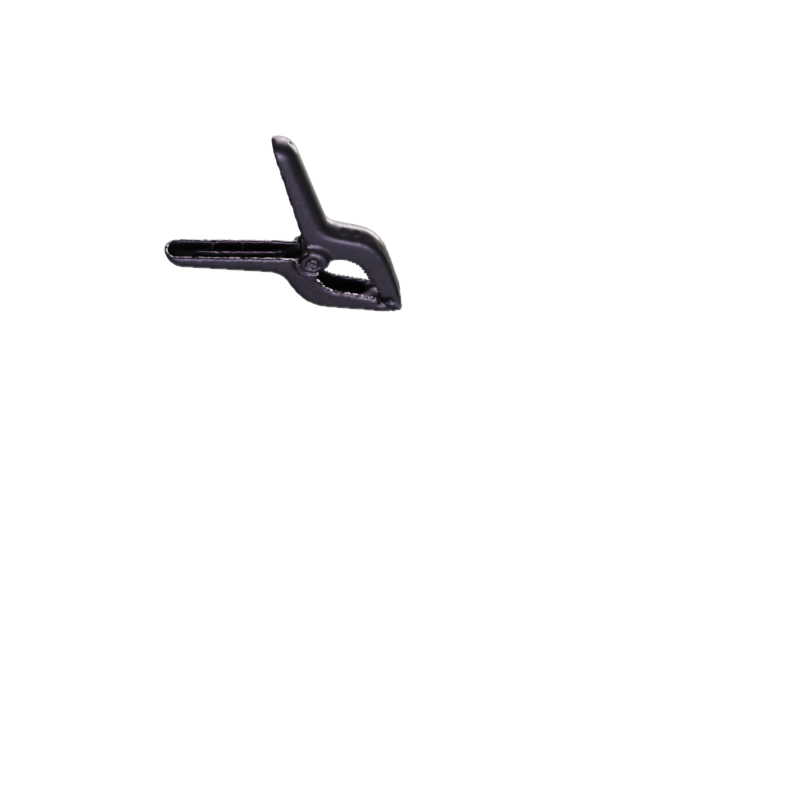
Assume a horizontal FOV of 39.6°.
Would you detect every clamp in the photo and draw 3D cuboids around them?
[{"bbox_3d":[-0.075,-0.136,0.952,0.200,0.039,0.161,23,-46,-25],"label":"clamp"}]
